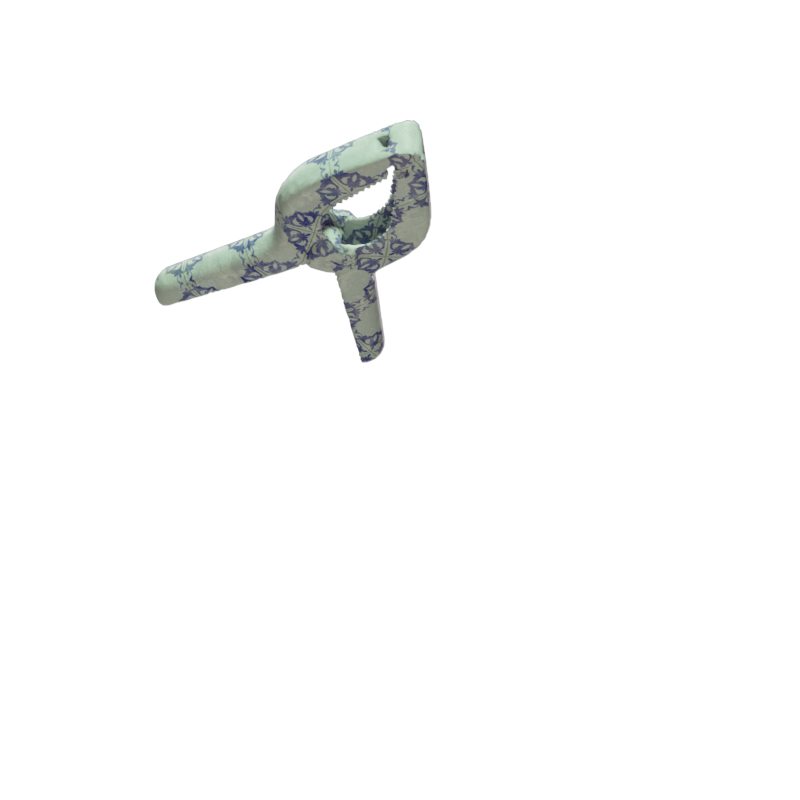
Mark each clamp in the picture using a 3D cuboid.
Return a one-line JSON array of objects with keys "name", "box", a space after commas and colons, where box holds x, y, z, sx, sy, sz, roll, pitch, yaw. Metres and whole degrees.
[{"name": "clamp", "box": [-0.053, -0.097, 0.683, 0.160, 0.039, 0.202, 12, -36, -18]}]
